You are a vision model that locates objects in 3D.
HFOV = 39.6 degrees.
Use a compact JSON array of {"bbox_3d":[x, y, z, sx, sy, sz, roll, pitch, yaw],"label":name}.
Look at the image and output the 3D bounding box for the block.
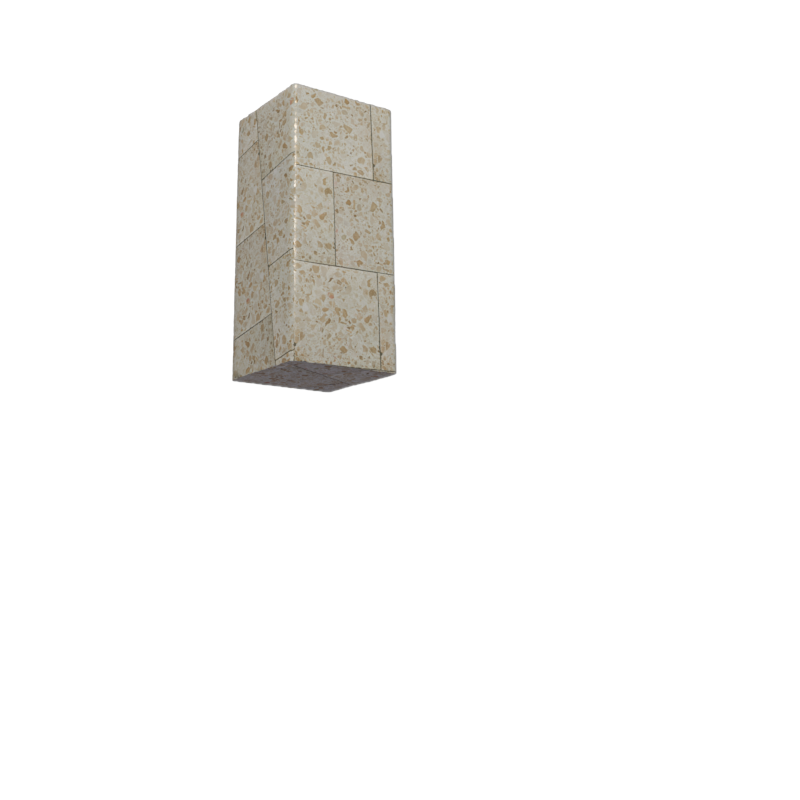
[{"bbox_3d":[-0.065,-0.118,0.831,0.086,0.215,0.091,10,-20,-34],"label":"block"}]
